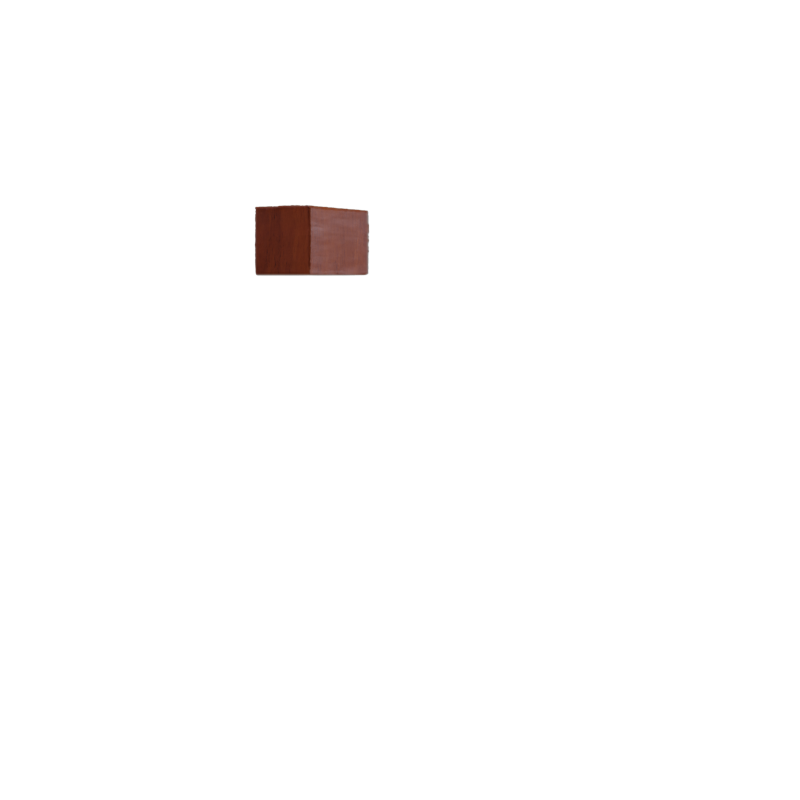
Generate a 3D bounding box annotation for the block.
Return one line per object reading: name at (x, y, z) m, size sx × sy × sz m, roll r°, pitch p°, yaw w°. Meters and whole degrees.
block at (-0.065, -0.119, 0.832) m, size 0.055 × 0.051 × 0.075 m, roll 2°, pitch 4°, yaw 34°
